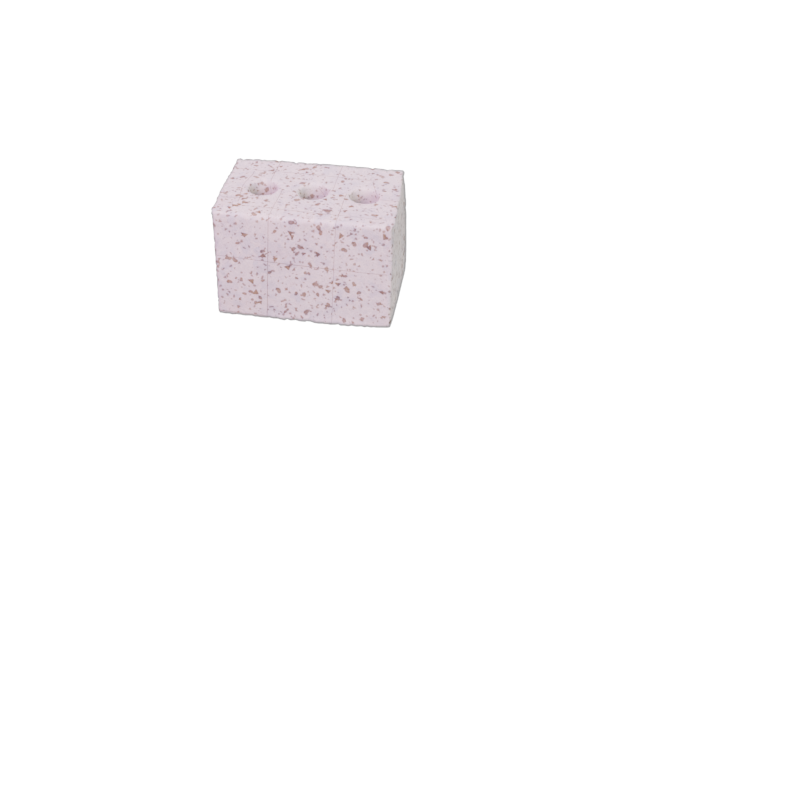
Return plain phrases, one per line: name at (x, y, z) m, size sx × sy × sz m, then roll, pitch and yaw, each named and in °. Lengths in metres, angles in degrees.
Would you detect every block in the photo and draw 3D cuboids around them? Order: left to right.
block at (-0.038, -0.069, 0.482) m, size 0.079 × 0.048 × 0.056 m, roll 5°, pitch 34°, yaw 6°
